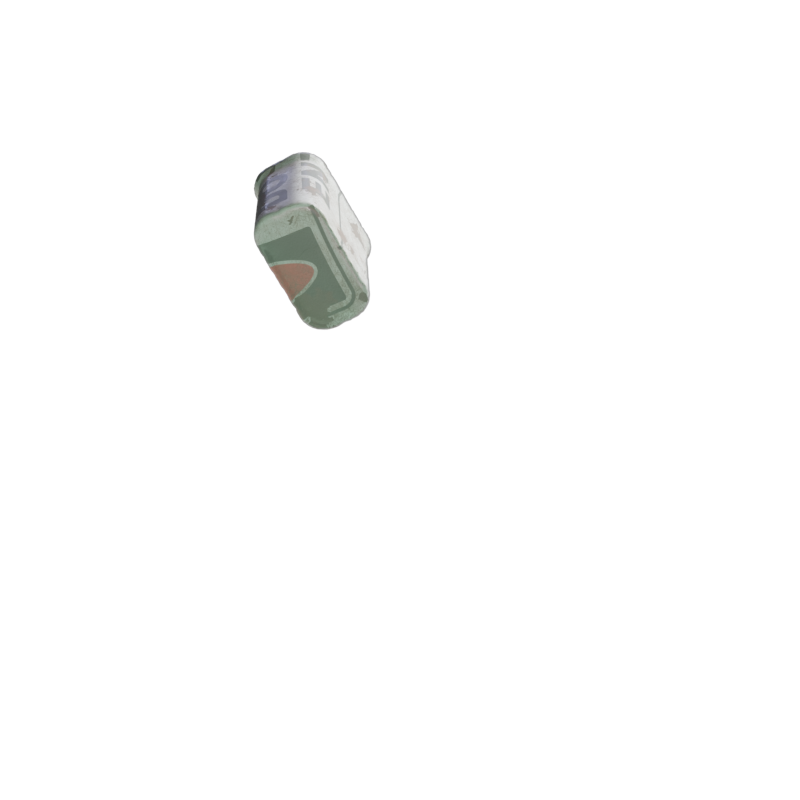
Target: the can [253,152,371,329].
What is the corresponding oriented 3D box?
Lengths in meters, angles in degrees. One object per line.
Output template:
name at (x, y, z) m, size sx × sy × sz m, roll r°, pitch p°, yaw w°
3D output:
can at (-0.061, -0.111, 0.778) m, size 0.057 × 0.096 × 0.089 m, roll -26°, pitch 27°, yaw 12°
